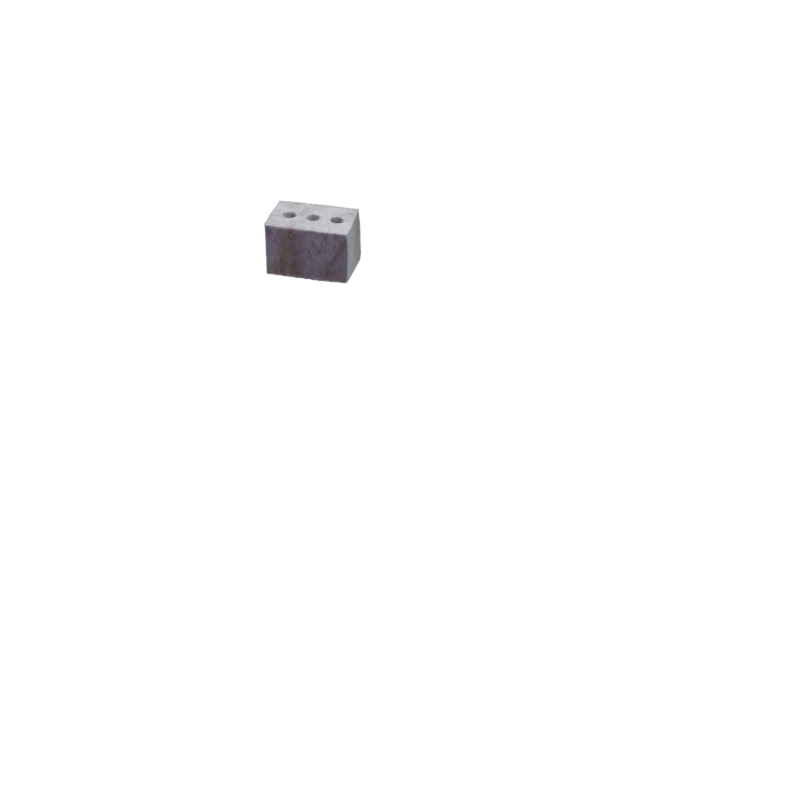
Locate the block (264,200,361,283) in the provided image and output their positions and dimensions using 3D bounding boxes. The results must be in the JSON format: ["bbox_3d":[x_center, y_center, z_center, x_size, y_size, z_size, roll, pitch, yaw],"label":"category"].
[{"bbox_3d":[-0.078,-0.142,0.998,0.079,0.048,0.055,7,31,11],"label":"block"}]
